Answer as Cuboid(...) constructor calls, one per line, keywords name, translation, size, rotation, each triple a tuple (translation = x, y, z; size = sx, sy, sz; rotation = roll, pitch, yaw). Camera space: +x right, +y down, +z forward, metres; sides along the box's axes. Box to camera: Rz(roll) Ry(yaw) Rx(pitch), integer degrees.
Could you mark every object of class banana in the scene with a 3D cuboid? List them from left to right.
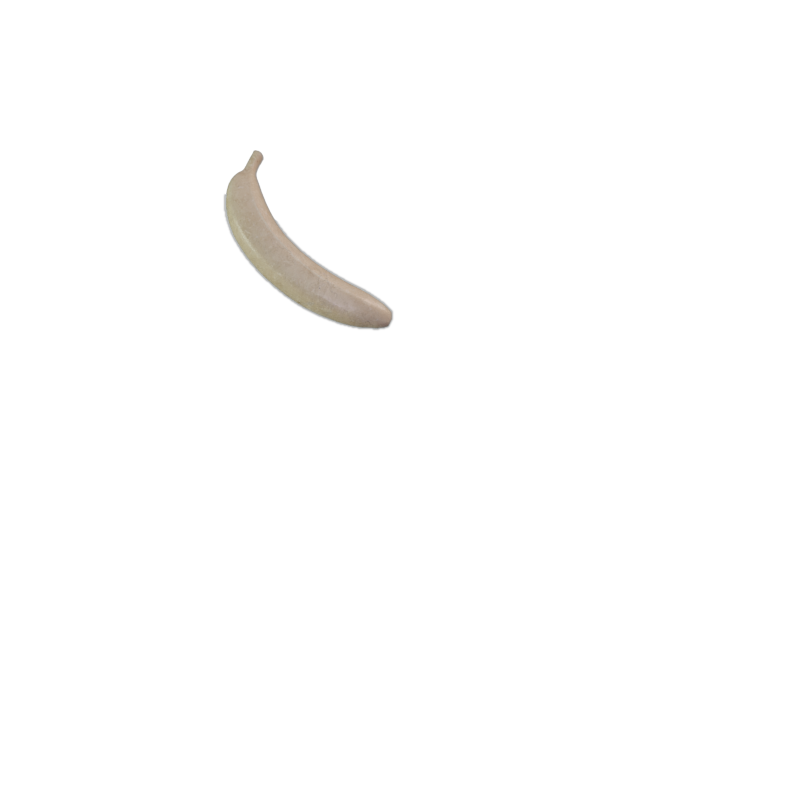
Cuboid(name="banana", translation=(-0.090, -0.125, 0.930), size=(0.070, 0.206, 0.035), rotation=(-35, -16, -11))
